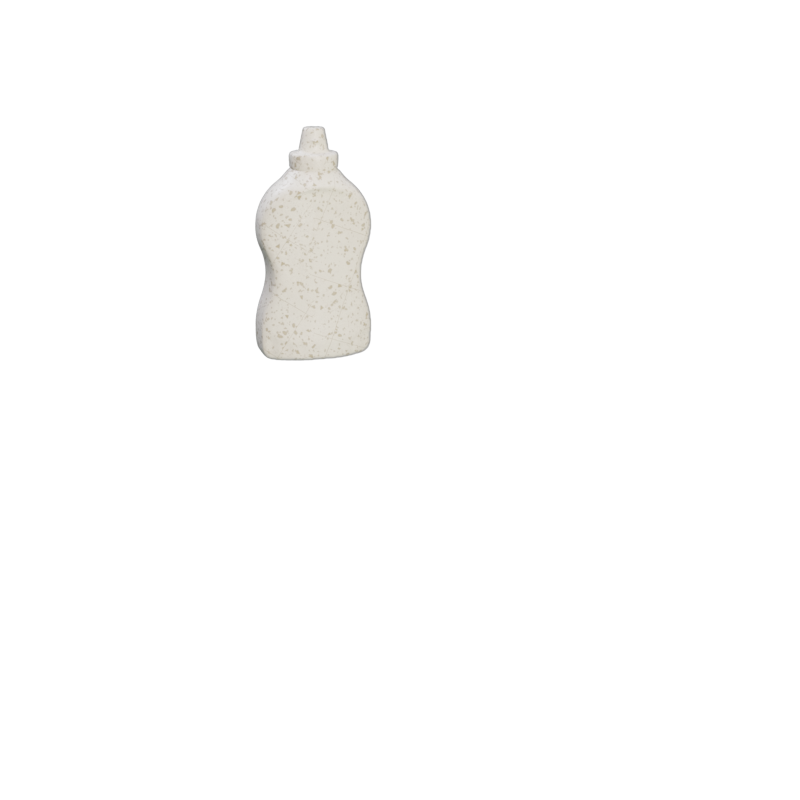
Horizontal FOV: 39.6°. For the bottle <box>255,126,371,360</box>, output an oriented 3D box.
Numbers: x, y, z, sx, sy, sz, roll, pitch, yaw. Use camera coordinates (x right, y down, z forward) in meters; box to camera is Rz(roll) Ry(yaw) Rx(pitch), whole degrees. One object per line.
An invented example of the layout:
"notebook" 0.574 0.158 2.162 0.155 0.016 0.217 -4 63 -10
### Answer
"bottle" -0.072 -0.132 0.924 0.094 0.186 0.061 -3 14 -14
